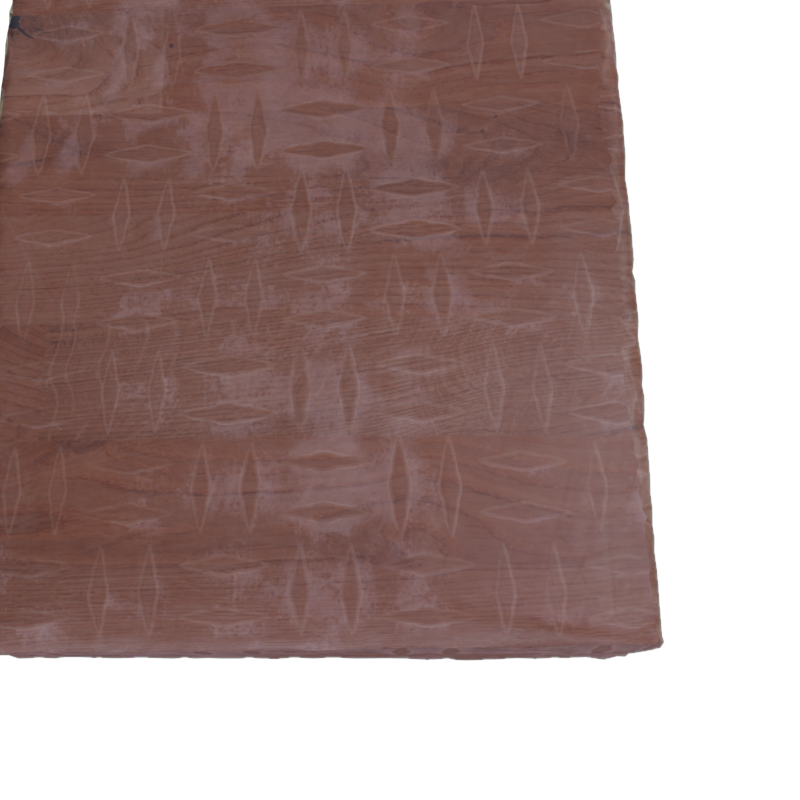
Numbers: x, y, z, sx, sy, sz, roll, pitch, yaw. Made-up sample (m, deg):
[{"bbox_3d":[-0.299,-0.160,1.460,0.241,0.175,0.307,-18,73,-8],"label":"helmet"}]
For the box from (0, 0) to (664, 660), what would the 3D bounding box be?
[{"bbox_3d":[-0.024,-0.043,0.304,0.164,0.222,0.069,-1,-15,2],"label":"box"}]
